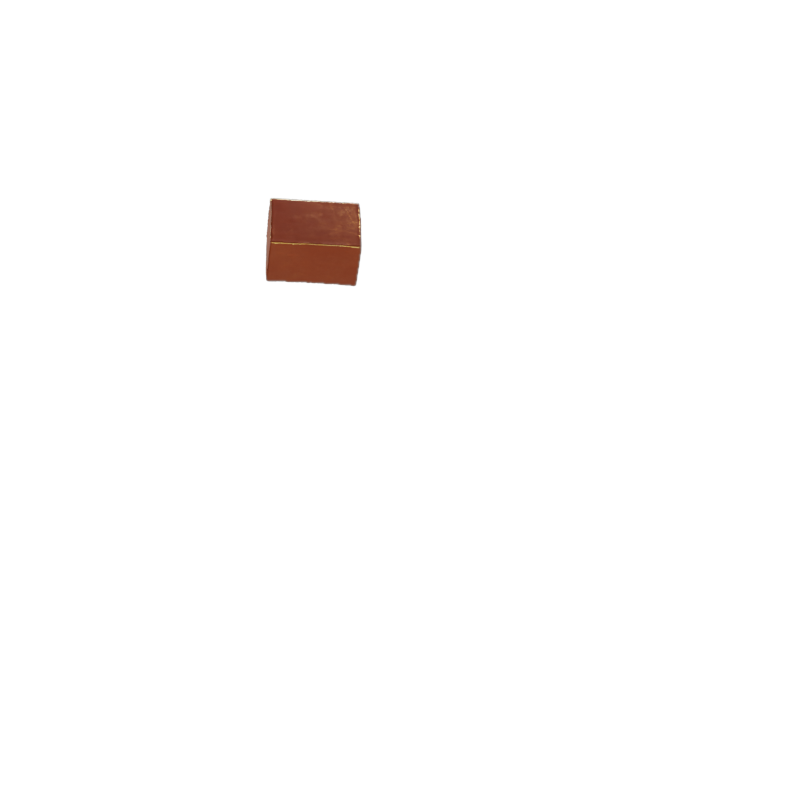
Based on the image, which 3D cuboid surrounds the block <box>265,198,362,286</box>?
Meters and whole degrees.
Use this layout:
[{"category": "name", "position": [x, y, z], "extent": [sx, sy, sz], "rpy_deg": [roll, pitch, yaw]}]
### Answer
[{"category": "block", "position": [-0.073, -0.133, 0.933], "extent": [0.077, 0.055, 0.049], "rpy_deg": [3, -38, -6]}]
